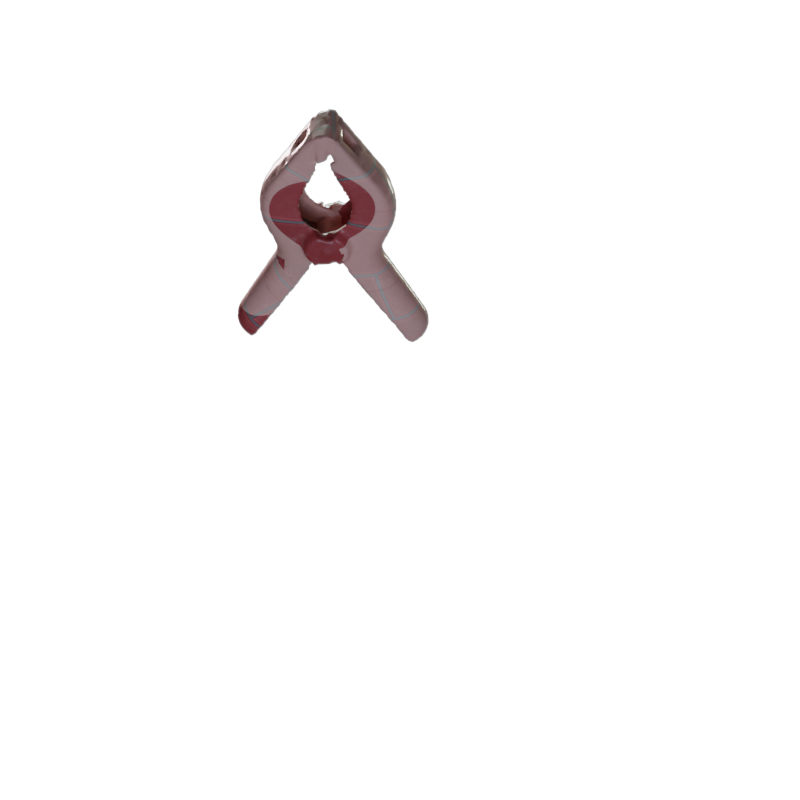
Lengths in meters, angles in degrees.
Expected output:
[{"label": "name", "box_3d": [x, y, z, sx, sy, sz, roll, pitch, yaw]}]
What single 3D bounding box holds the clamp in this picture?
[{"label": "clamp", "box_3d": [-0.052, -0.095, 0.665, 0.121, 0.159, 0.042, -7, 41, 6]}]
